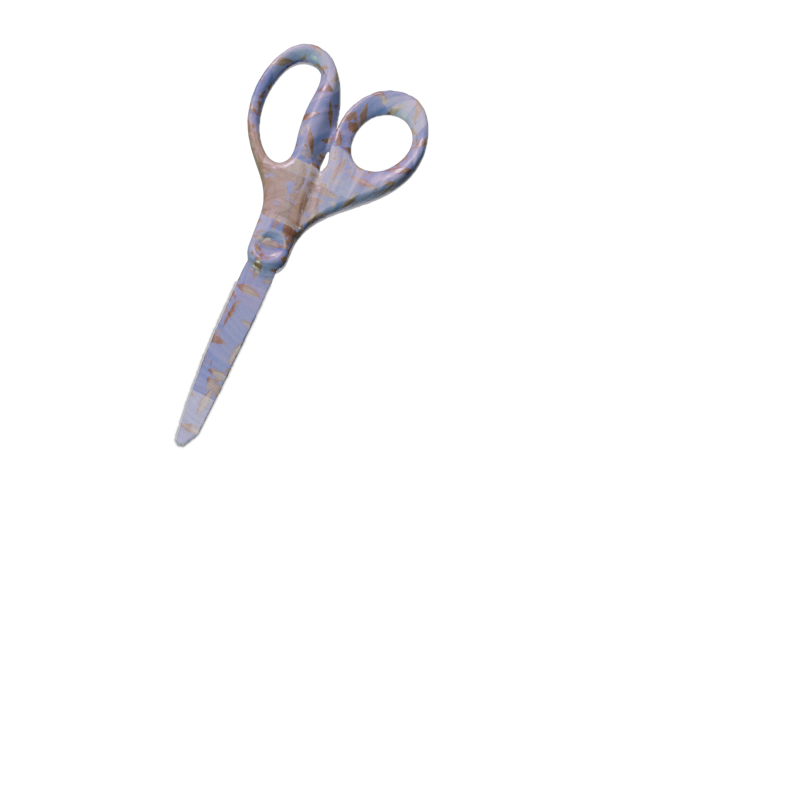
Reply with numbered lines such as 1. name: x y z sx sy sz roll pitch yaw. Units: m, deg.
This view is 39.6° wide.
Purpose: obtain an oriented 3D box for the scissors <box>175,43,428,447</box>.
1. scissors: -0.040 -0.073 0.511 0.096 0.211 0.015 5 -20 2
